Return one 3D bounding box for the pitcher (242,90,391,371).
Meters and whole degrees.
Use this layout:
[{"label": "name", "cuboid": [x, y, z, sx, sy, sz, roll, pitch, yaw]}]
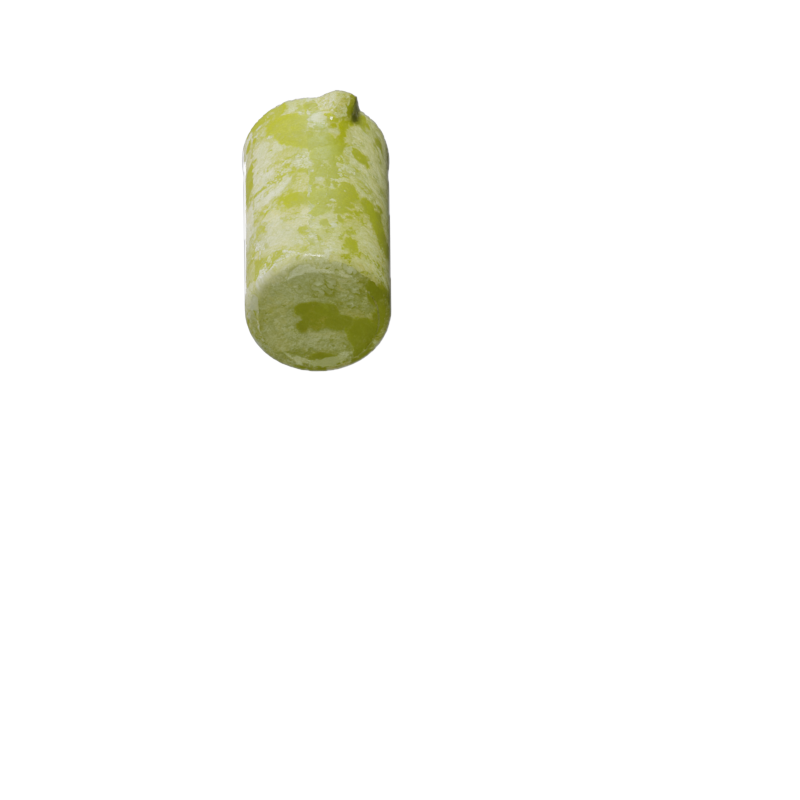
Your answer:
[{"label": "pitcher", "cuboid": [-0.071, -0.130, 0.910, 0.145, 0.138, 0.260, -21, 36, 12]}]
